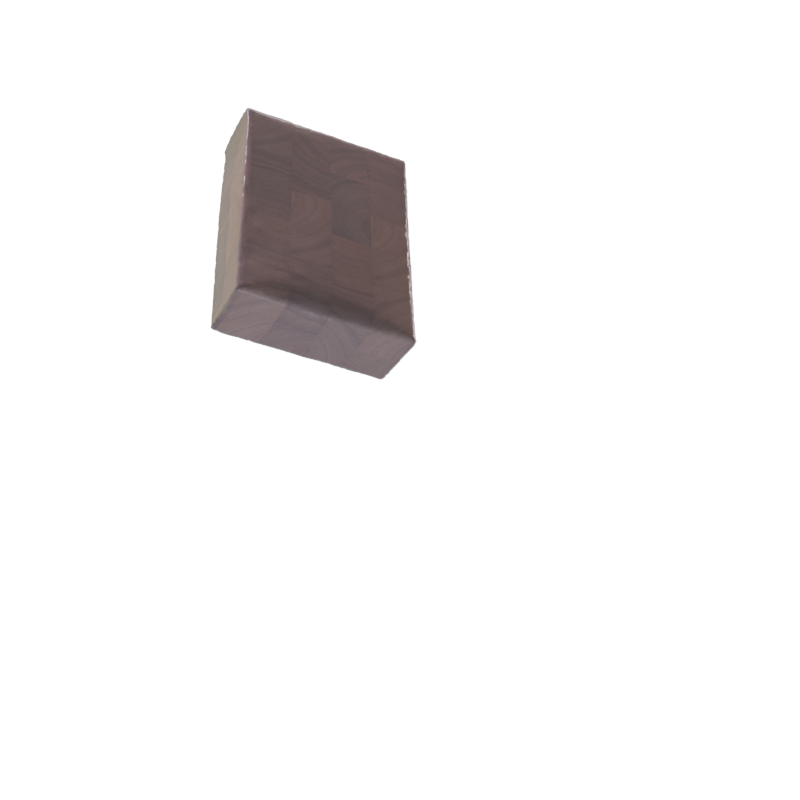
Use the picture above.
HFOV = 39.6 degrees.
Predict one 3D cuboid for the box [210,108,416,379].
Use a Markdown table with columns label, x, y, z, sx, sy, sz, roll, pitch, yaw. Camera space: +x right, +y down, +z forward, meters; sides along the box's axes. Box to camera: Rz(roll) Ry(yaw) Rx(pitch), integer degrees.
| label | x | y | z | sx | sy | sz | roll | pitch | yaw |
| --- | --- | --- | --- | --- | --- | --- | --- | --- | --- |
| box | -0.076 | -0.139 | 0.976 | 0.158 | 0.229 | 0.069 | 15 | -42 | -21 |
